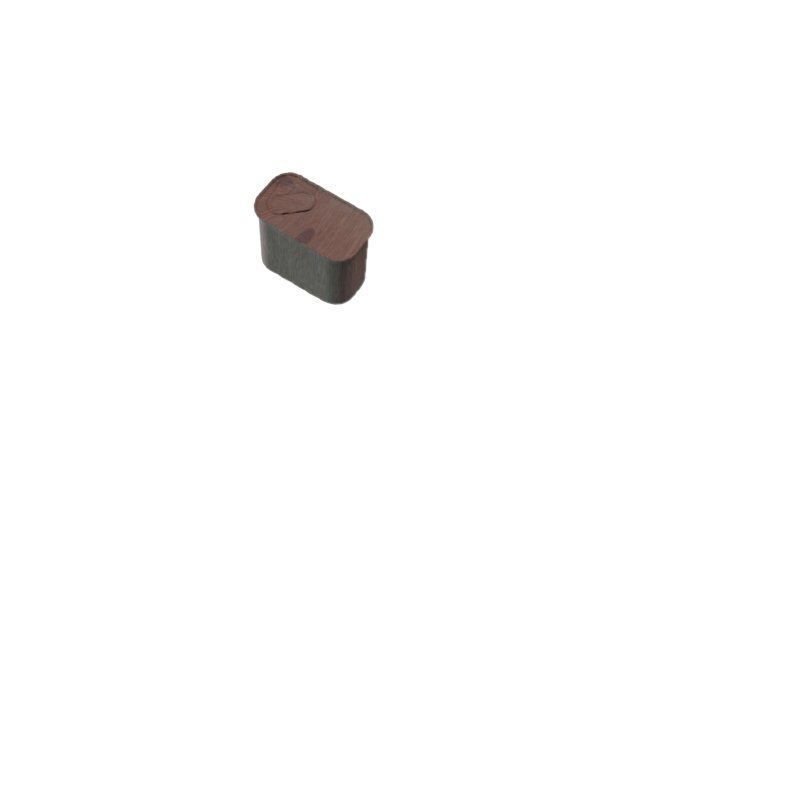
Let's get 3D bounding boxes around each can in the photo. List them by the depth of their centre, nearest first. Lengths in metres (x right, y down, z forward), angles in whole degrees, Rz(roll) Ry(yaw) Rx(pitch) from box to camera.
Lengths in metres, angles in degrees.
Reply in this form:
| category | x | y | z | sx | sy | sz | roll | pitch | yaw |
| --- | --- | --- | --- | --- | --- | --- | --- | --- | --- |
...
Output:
| category | x | y | z | sx | sy | sz | roll | pitch | yaw |
| --- | --- | --- | --- | --- | --- | --- | --- | --- | --- |
| can | -0.076 | -0.138 | 0.967 | 0.106 | 0.059 | 0.079 | 32 | -25 | 15 |
